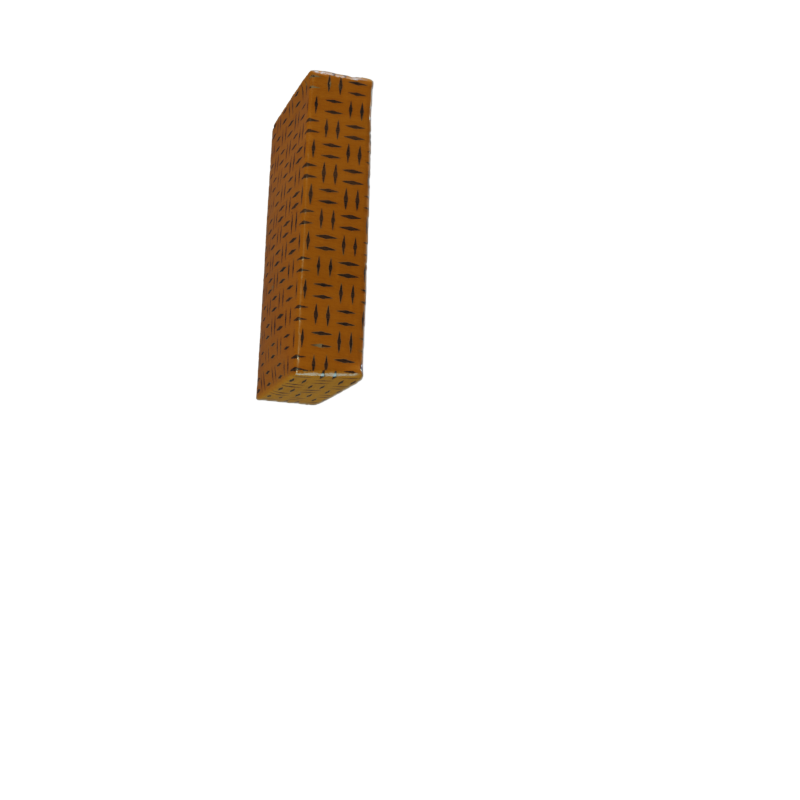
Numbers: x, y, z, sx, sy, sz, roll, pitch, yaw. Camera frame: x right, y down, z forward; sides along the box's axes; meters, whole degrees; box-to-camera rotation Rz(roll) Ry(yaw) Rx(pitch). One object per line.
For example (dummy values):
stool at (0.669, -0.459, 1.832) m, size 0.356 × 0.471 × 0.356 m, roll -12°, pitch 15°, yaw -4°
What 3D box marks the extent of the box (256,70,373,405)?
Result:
box at (-0.051, -0.092, 0.645) m, size 0.047 × 0.183 × 0.092 m, roll 5°, pitch -16°, yaw -19°
